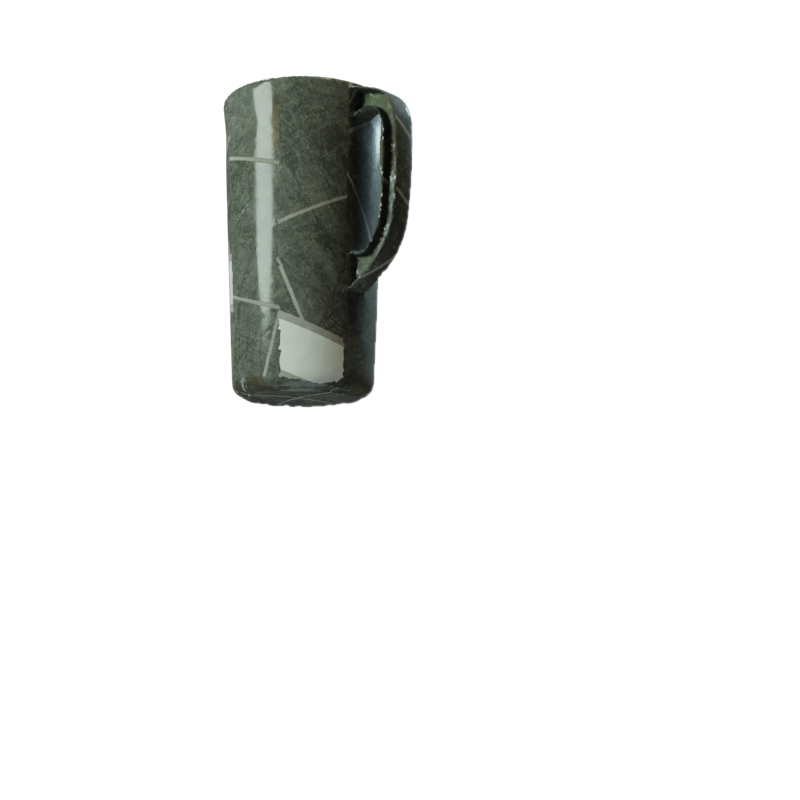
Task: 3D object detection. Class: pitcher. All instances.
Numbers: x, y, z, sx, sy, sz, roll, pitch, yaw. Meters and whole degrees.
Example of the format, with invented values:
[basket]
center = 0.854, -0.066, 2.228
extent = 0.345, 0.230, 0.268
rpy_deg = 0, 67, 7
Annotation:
[pitcher]
center = -0.067, -0.123, 0.861
extent = 0.144, 0.252, 0.145
rpy_deg = 0, -13, -3
